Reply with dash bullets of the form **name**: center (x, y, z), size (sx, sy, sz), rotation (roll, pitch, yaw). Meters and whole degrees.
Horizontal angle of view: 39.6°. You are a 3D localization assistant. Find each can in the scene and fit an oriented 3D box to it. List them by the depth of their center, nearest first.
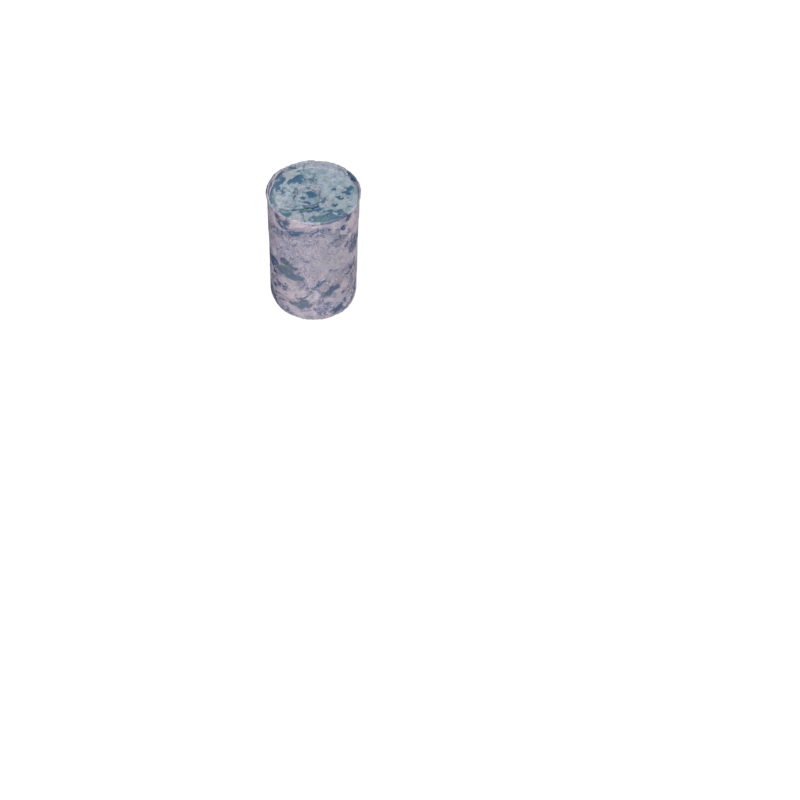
- **can**: center (-0.064, -0.117, 0.822), size (0.068, 0.074, 0.095), rotation (0, -42, -3)
